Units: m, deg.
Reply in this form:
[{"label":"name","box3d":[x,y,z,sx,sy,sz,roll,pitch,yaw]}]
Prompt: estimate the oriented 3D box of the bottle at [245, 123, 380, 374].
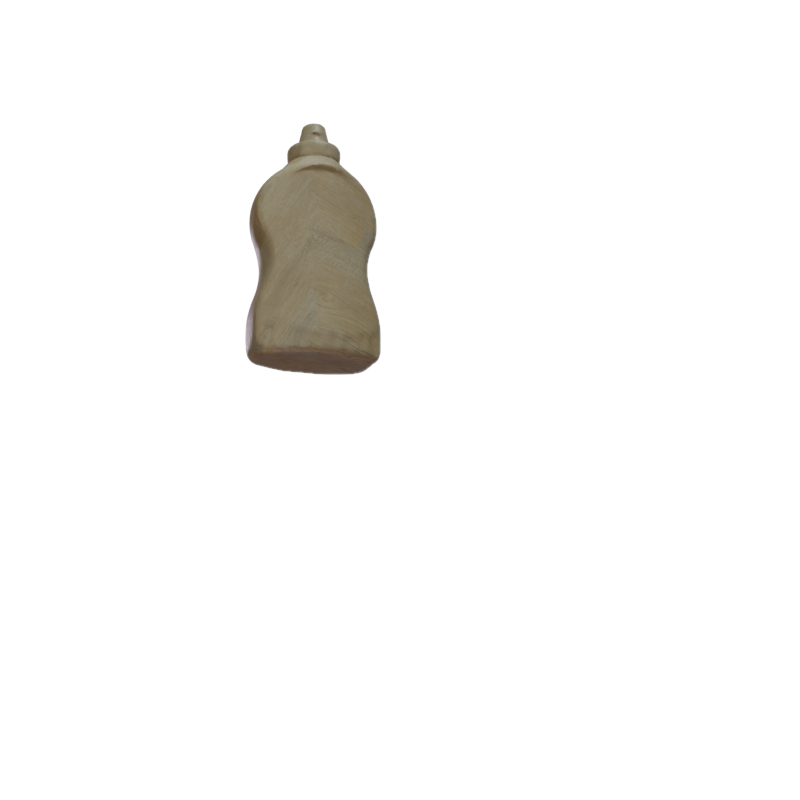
[{"label":"bottle","box3d":[-0.065,-0.119,0.830,0.094,0.201,0.057,5,-22,-16]}]
